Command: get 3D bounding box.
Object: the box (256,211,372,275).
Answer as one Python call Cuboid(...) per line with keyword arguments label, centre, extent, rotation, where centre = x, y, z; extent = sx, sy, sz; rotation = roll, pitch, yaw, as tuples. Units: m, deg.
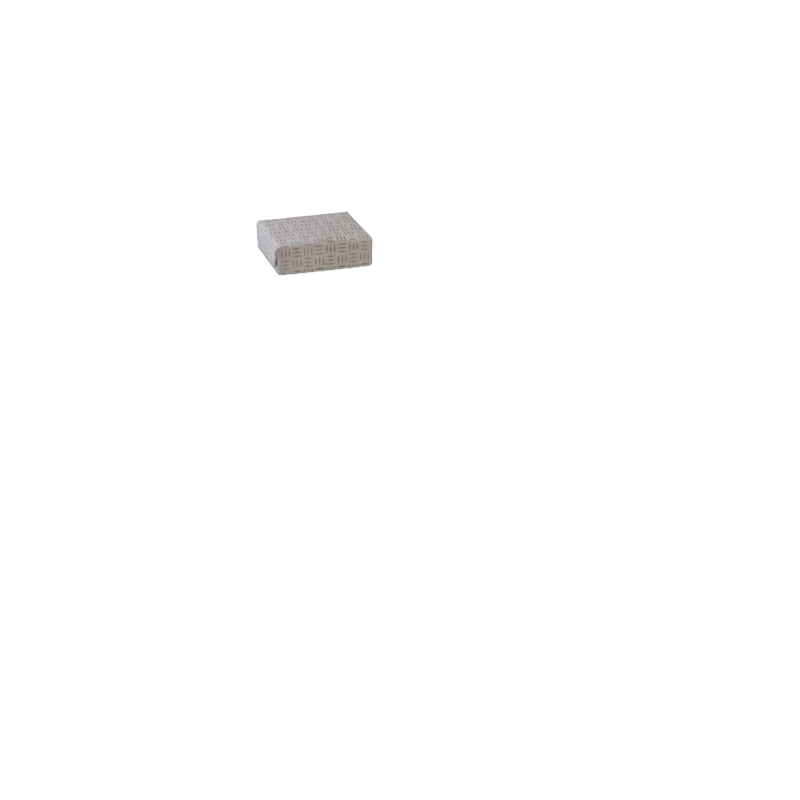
Cuboid(label="box", centre=(-0.078, -0.141, 0.991), extent=(0.088, 0.029, 0.078), rotation=(-8, 28, -16))
